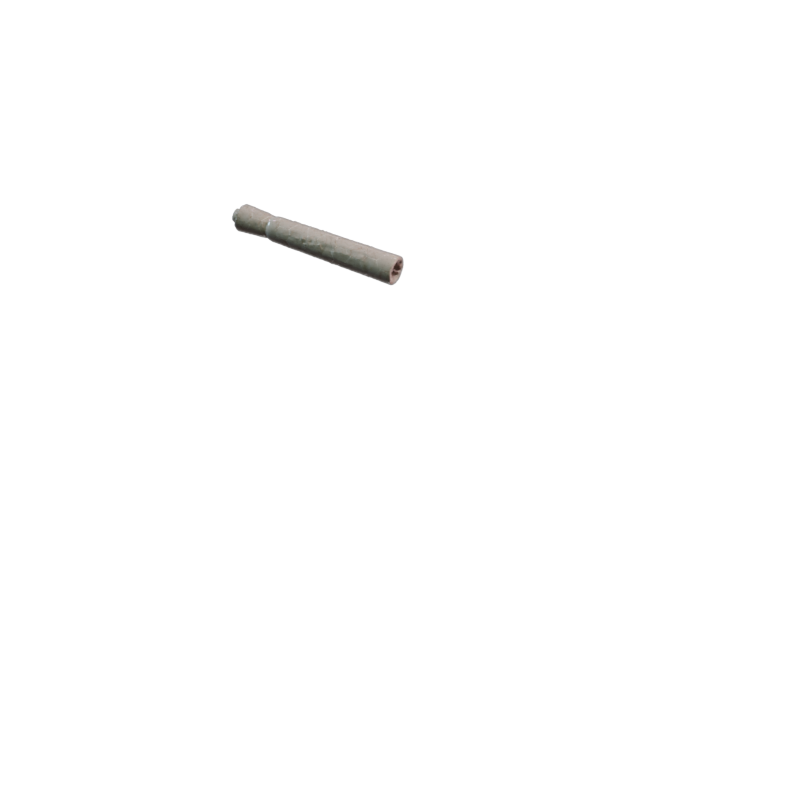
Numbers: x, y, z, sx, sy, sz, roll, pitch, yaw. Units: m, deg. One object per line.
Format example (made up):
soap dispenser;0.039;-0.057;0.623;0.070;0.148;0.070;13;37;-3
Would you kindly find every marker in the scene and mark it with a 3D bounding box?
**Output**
marker;-0.055;-0.100;0.703;0.127;0.019;0.019;22;13;25
